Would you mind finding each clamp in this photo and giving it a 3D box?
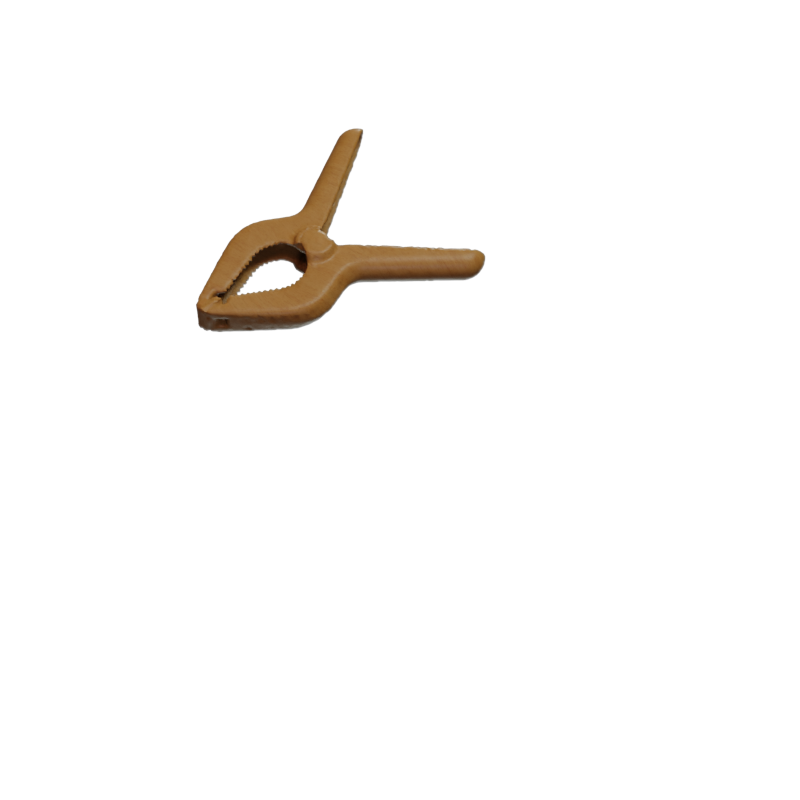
[{"bbox_3d":[-0.065,-0.119,0.835,0.209,0.177,0.034,-25,-31,-17],"label":"clamp"}]
